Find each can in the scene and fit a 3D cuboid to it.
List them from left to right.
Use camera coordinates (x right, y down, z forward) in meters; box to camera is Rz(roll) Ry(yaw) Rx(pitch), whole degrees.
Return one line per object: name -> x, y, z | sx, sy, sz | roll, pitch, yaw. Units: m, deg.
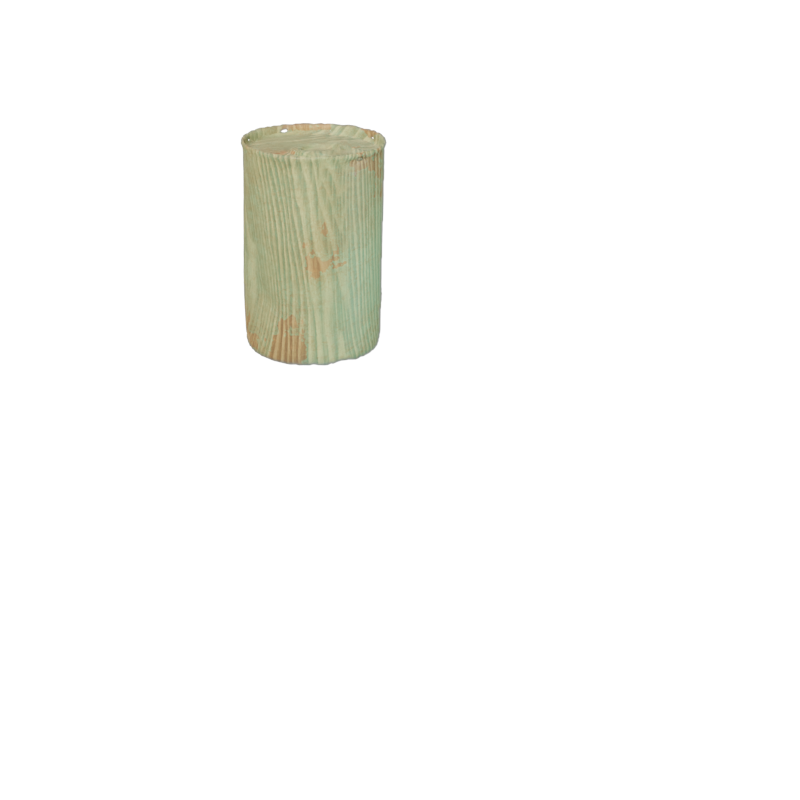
can -> -0.042, -0.076, 0.532 | 0.068, 0.098, 0.072 | 0, 21, -2
